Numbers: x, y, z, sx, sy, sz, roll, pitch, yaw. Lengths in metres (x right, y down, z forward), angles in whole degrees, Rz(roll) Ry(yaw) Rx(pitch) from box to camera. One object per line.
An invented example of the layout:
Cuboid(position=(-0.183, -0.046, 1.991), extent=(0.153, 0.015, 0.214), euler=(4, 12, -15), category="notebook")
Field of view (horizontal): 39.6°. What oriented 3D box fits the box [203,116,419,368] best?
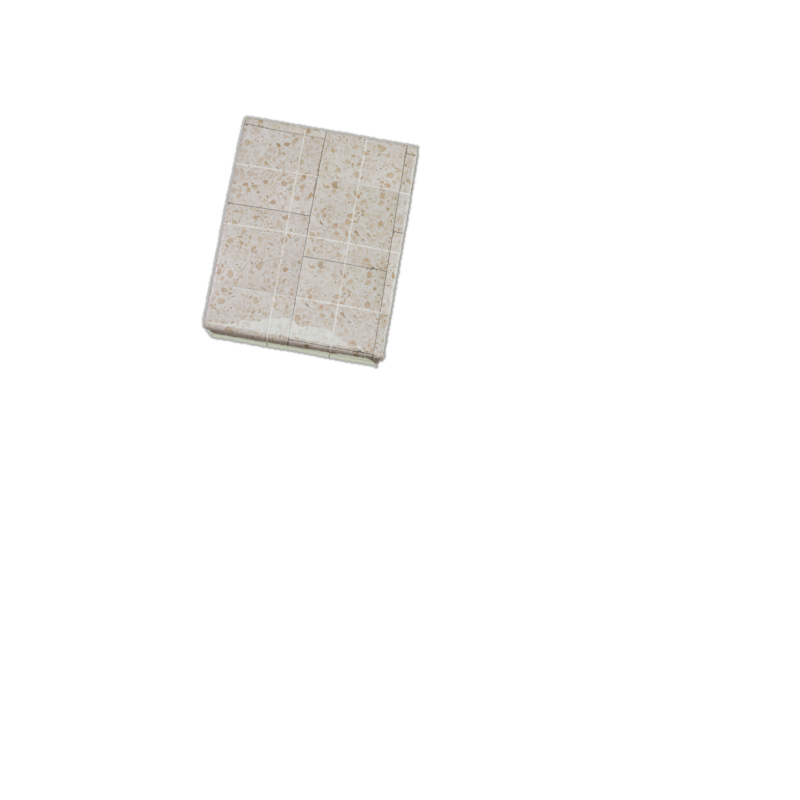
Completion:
Cuboid(position=(-0.044, -0.080, 0.558), extent=(0.090, 0.117, 0.038), euler=(9, -12, 1), category="box")
